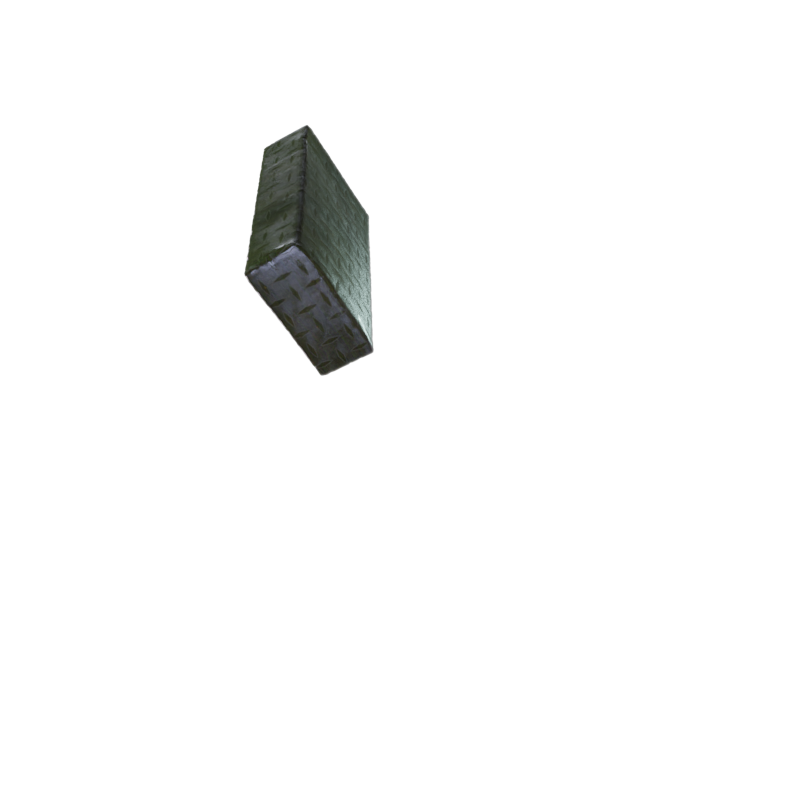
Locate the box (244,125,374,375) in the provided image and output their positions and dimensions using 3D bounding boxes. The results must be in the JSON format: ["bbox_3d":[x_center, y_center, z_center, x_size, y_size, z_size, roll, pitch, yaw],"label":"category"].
[{"bbox_3d":[-0.059,-0.107,0.751,0.048,0.087,0.188,-28,31,14],"label":"box"}]
